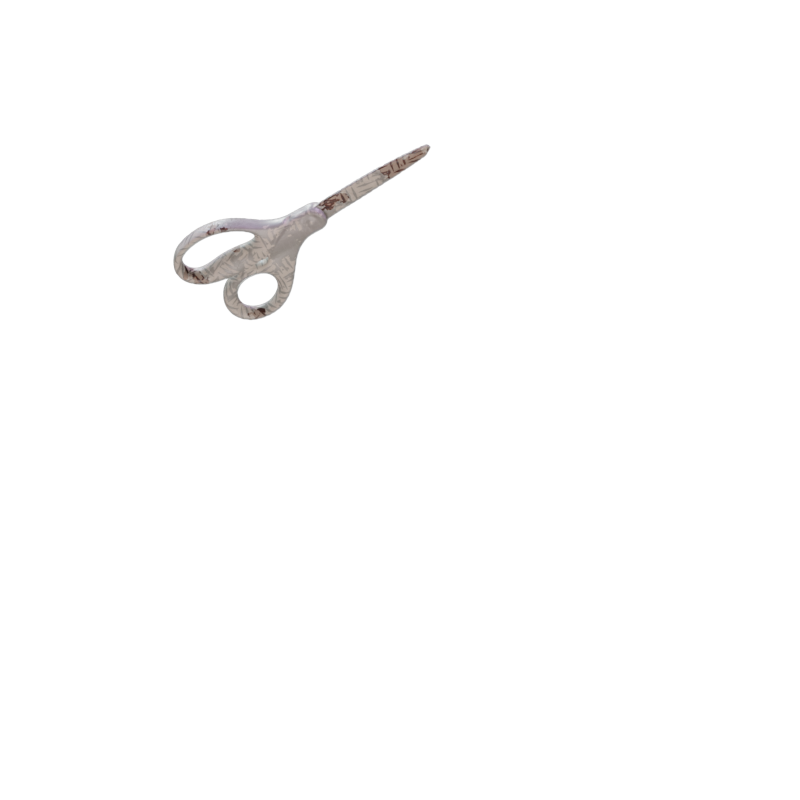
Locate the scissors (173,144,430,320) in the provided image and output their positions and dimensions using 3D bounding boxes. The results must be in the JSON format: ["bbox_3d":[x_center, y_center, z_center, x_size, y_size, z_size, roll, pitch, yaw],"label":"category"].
[{"bbox_3d":[-0.061,-0.112,0.783,0.203,0.089,0.017,-15,39,13],"label":"scissors"}]
